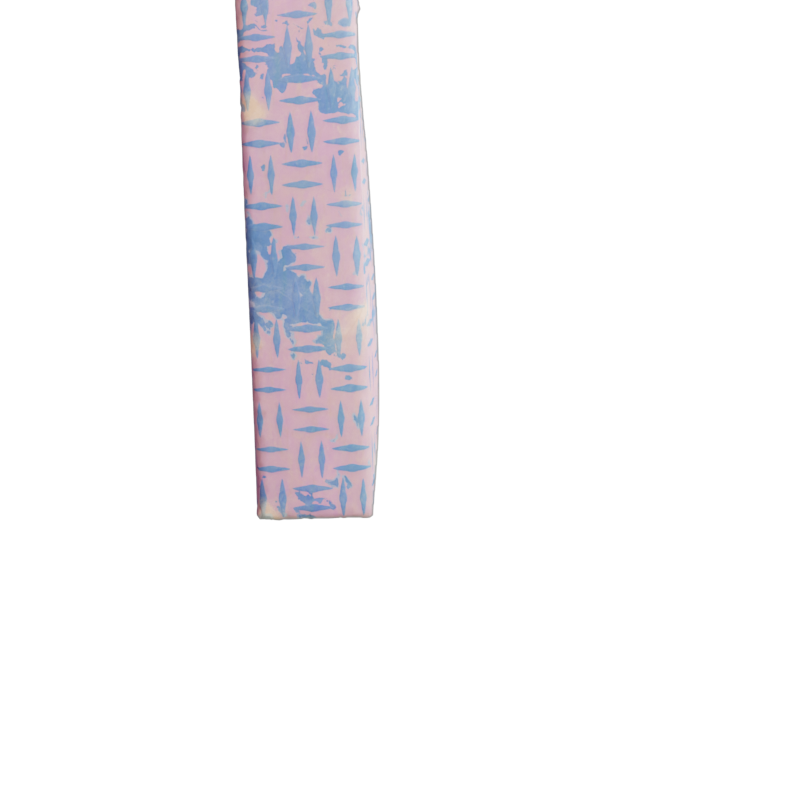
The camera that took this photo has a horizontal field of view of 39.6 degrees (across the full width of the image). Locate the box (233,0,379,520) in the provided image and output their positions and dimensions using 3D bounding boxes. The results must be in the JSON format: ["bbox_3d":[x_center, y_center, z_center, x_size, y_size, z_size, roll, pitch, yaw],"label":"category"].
[{"bbox_3d":[-0.031,-0.057,0.402,0.048,0.173,0.095,0,9,-1],"label":"box"}]
